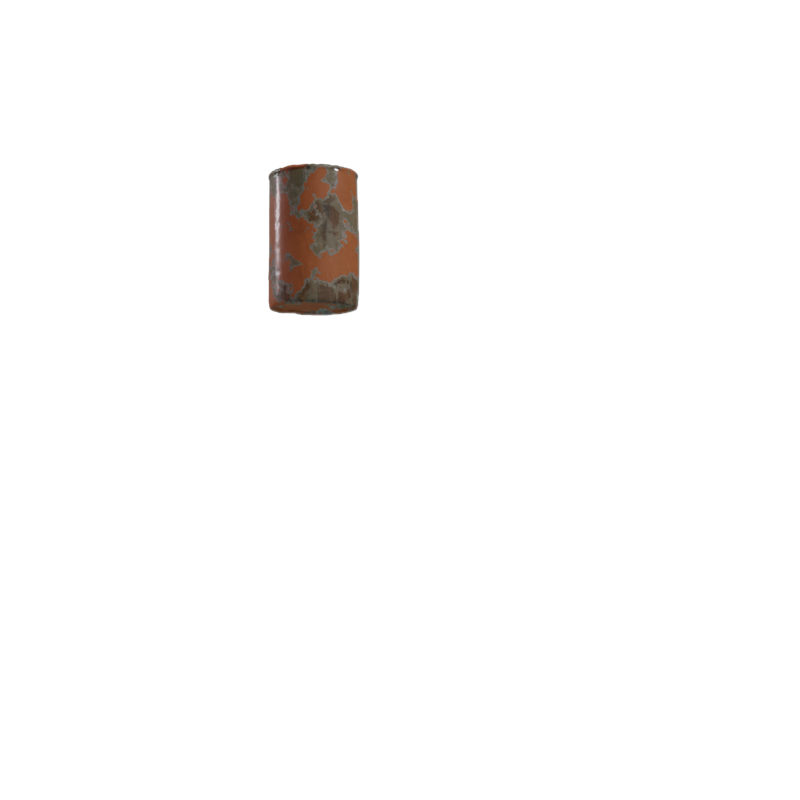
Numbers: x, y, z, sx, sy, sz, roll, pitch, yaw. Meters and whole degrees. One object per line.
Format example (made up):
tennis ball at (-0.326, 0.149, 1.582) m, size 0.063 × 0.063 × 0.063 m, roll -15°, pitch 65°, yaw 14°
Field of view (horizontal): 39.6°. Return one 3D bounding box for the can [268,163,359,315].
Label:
can at (-0.065, -0.118, 0.826) m, size 0.068 × 0.105 × 0.067 m, roll 0°, pitch -10°, yaw -2°
